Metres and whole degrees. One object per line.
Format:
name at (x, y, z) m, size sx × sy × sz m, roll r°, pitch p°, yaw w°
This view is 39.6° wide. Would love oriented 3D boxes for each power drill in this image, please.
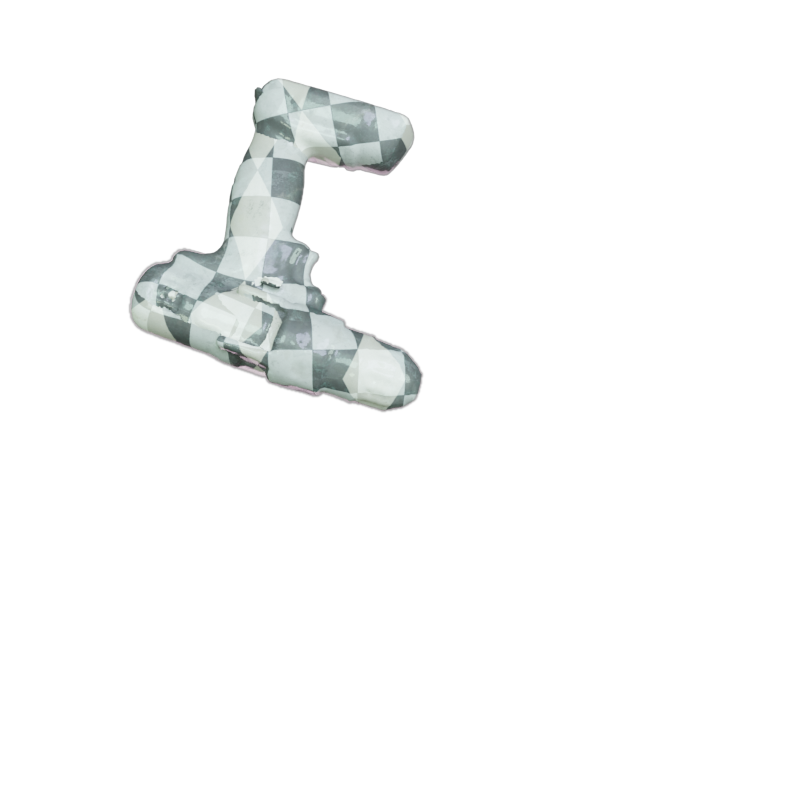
power drill at (-0.055, -0.099, 0.697) m, size 0.187 × 0.194 × 0.055 m, roll 18°, pitch -20°, yaw 6°
